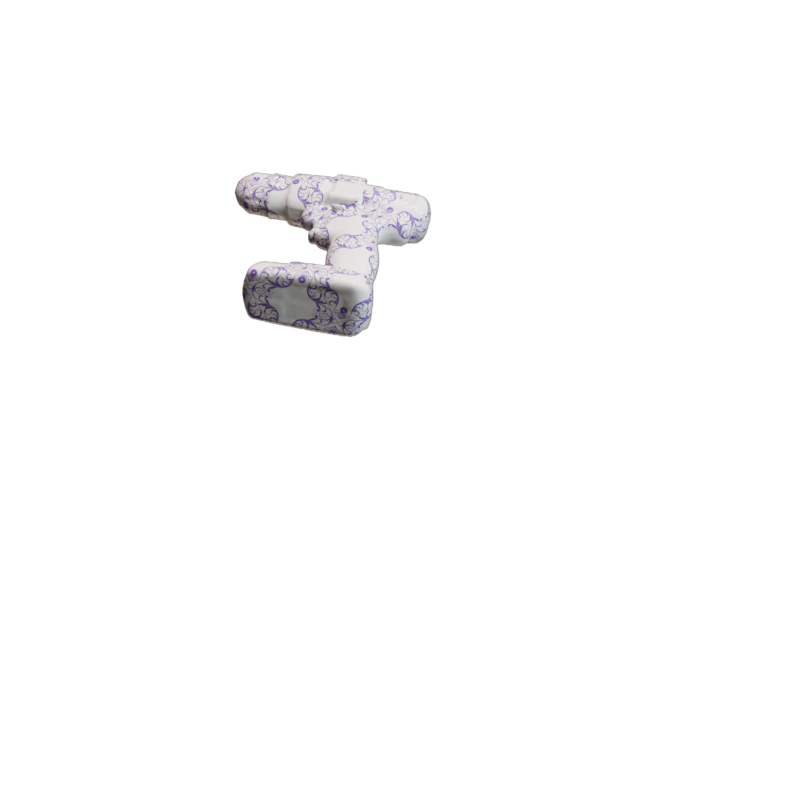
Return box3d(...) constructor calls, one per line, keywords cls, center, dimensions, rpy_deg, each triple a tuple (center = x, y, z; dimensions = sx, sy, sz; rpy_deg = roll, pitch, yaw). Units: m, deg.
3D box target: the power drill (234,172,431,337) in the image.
box3d(cls="power drill", center=(-0.076, -0.138, 0.970), dimensions=(0.188, 0.054, 0.197), rpy_deg=(8, 39, 9))
